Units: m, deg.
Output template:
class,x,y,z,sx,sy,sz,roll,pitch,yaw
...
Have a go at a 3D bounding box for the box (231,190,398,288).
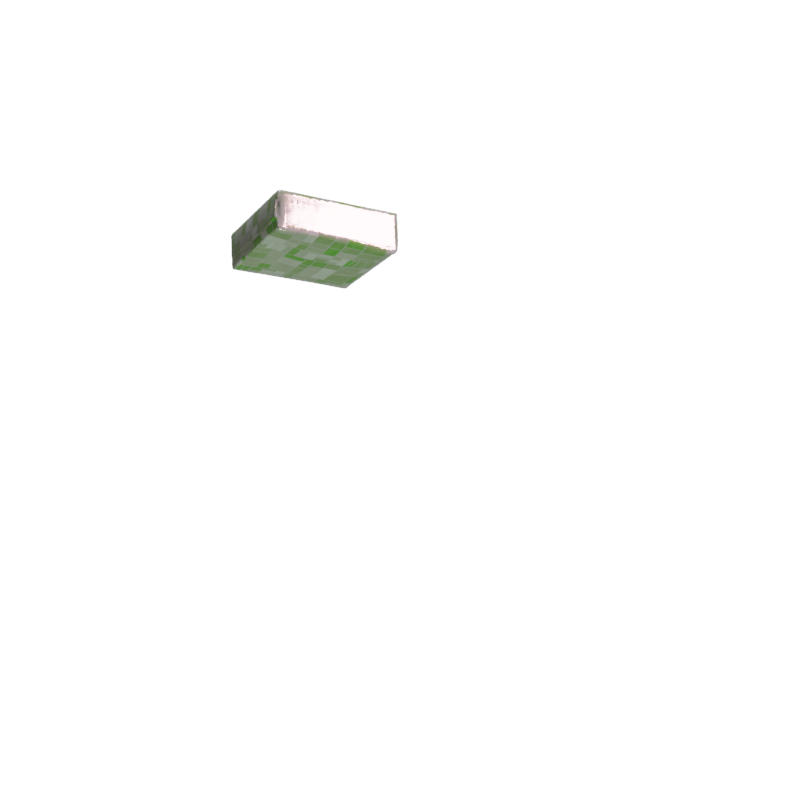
class,x,y,z,sx,sy,sz,roll,pitch,yaw
box,-0.072,-0.131,0.915,0.109,0.041,0.089,10,-21,-28
